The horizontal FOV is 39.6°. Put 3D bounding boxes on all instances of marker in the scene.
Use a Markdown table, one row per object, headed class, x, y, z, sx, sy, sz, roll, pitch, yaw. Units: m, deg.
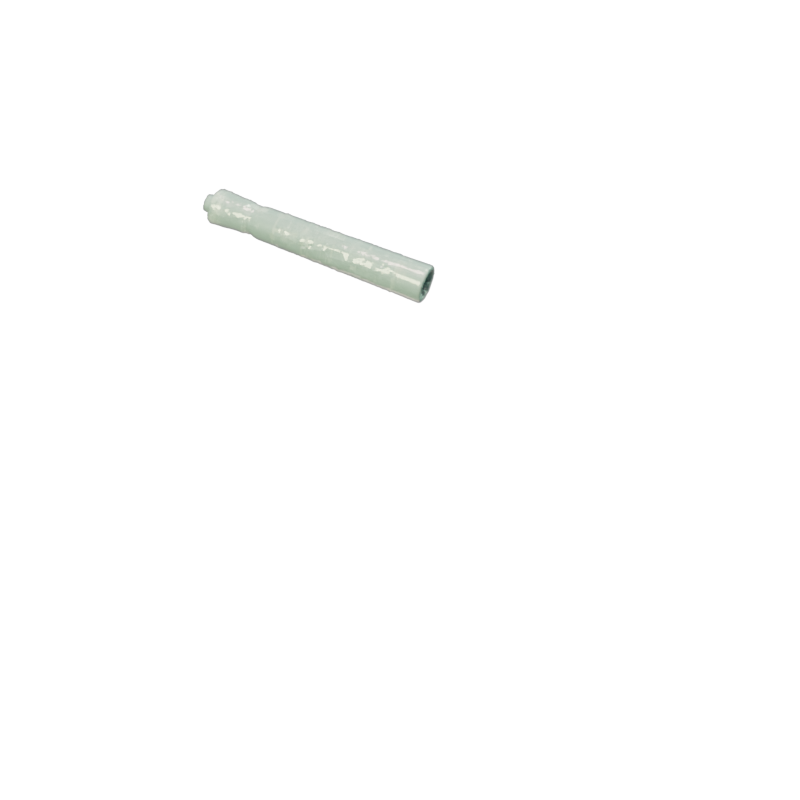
| class | x | y | z | sx | sy | sz | roll | pitch | yaw |
| --- | --- | --- | --- | --- | --- | --- | --- | --- | --- |
| marker | -0.042 | -0.077 | 0.539 | 0.126 | 0.019 | 0.019 | 23 | 11 | 18 |
